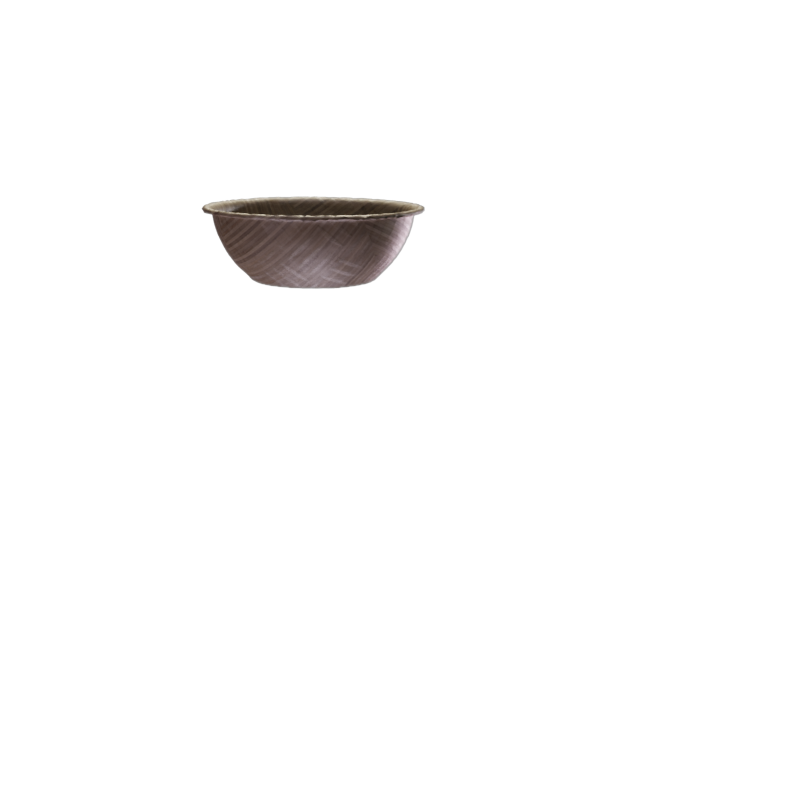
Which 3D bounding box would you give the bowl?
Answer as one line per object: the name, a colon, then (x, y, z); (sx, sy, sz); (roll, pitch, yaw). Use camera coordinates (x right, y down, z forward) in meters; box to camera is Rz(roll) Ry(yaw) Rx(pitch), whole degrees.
bowl: (-0.063, -0.115, 0.809); (0.162, 0.054, 0.167); (0, 15, -2)
